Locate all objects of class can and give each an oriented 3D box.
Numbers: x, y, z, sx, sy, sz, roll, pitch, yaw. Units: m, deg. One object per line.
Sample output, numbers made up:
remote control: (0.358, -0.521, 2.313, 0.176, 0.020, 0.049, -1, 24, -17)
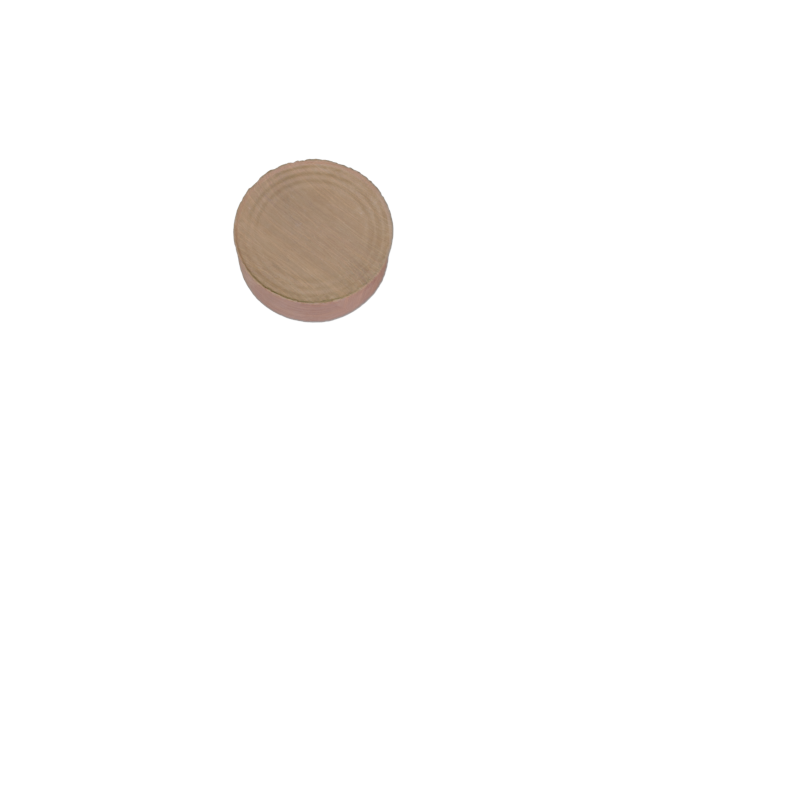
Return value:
can: (-0.048, -0.087, 0.607, 0.086, 0.090, 0.032, -1, -22, -1)
